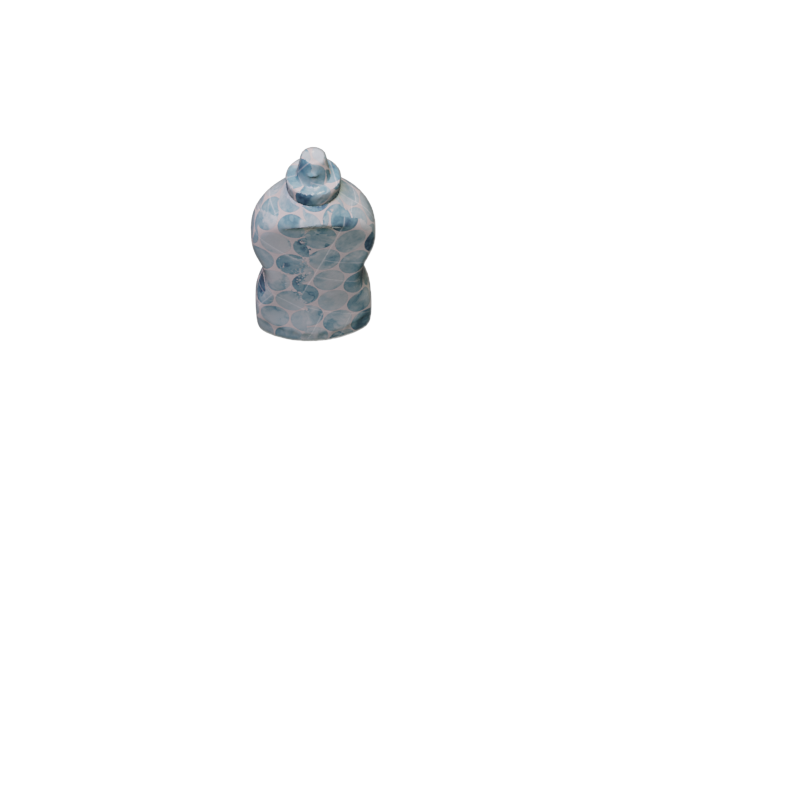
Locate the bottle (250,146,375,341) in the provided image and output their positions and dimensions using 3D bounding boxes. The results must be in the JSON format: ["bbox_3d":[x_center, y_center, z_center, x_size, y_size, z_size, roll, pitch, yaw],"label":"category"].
[{"bbox_3d":[-0.068,-0.123,0.866,0.096,0.063,0.179,0,-37,-3],"label":"bottle"}]
